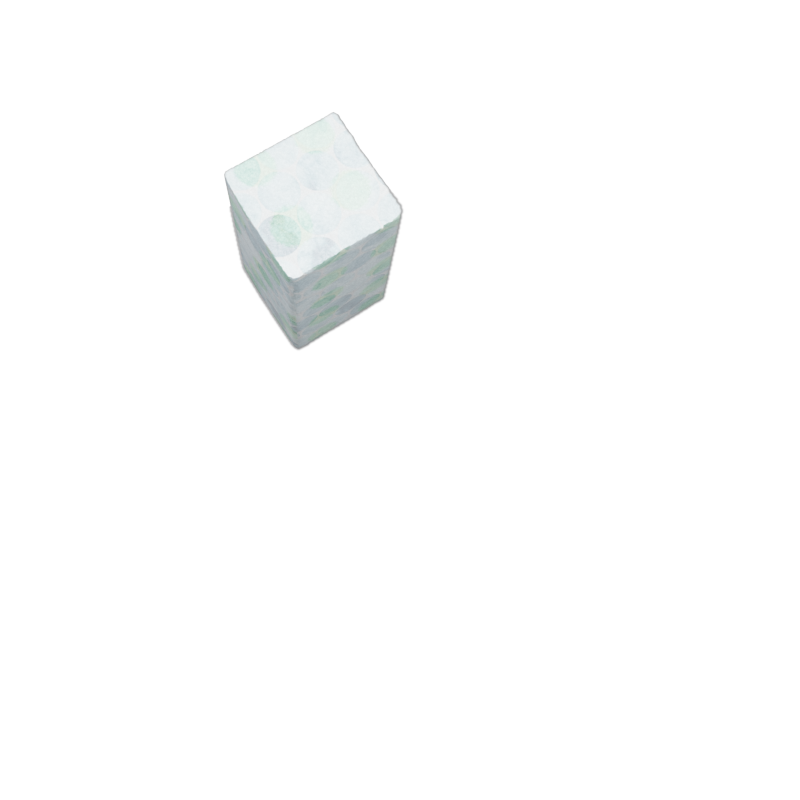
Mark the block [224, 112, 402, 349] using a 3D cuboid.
[{"bbox_3d":[-0.065,-0.117,0.827,0.091,0.093,0.199,-31,-9,-10],"label":"block"}]
